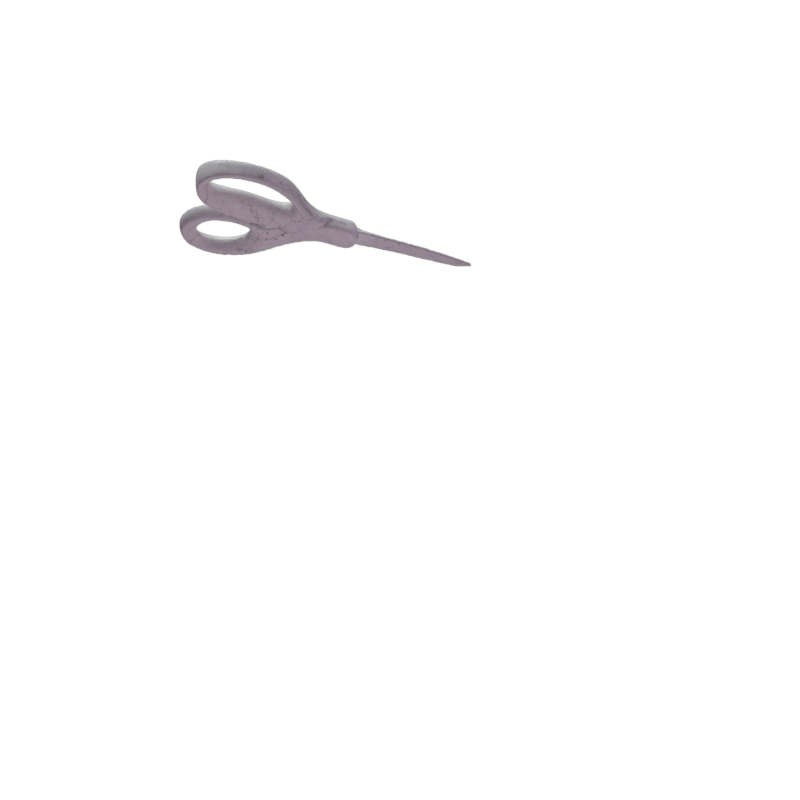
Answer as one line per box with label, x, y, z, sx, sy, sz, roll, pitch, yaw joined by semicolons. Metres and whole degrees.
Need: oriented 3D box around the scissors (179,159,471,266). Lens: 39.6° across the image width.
scissors;-0.057;-0.104;0.726;0.190;0.017;0.096;21;-34;-36
